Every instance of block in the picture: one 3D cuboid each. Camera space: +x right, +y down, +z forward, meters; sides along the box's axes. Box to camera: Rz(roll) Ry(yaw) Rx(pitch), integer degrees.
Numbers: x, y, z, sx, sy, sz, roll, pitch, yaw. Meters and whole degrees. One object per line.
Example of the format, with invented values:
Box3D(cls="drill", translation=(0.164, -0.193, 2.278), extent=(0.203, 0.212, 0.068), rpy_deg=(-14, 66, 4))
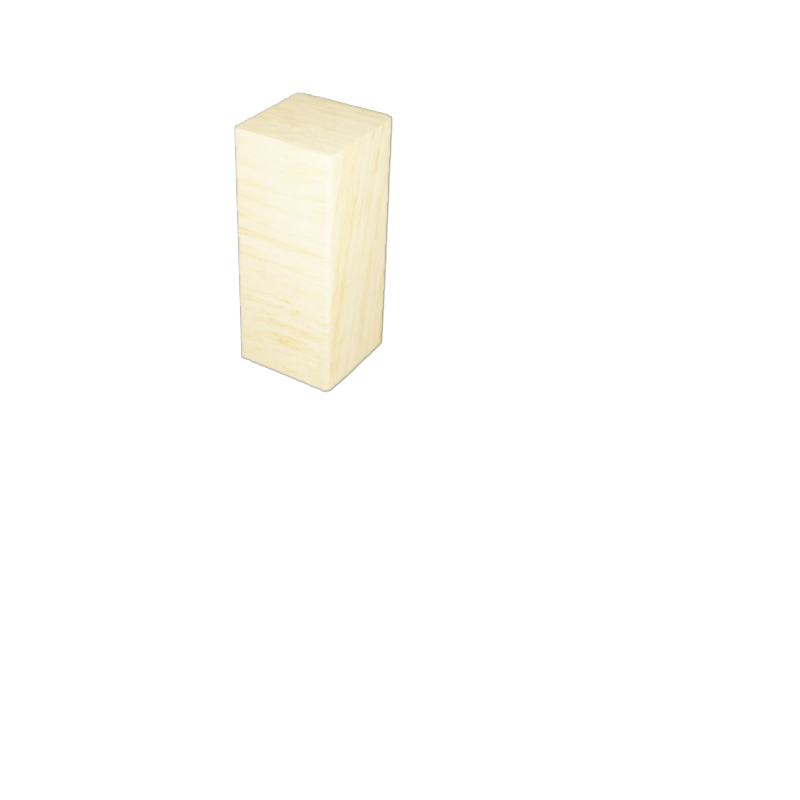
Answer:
Box3D(cls="block", translation=(-0.068, -0.125, 0.877), extent=(0.095, 0.194, 0.091), rpy_deg=(20, 36, 26))
